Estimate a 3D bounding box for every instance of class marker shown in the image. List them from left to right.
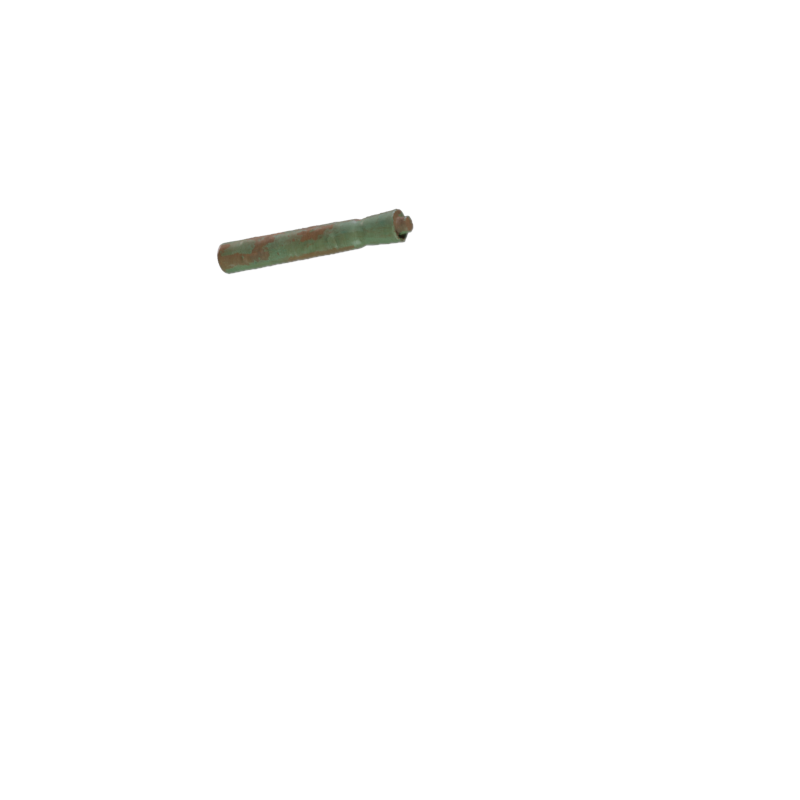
[{"bbox_3d":[-0.049,-0.090,0.627,0.124,0.020,0.019,-6,1,28],"label":"marker"}]
